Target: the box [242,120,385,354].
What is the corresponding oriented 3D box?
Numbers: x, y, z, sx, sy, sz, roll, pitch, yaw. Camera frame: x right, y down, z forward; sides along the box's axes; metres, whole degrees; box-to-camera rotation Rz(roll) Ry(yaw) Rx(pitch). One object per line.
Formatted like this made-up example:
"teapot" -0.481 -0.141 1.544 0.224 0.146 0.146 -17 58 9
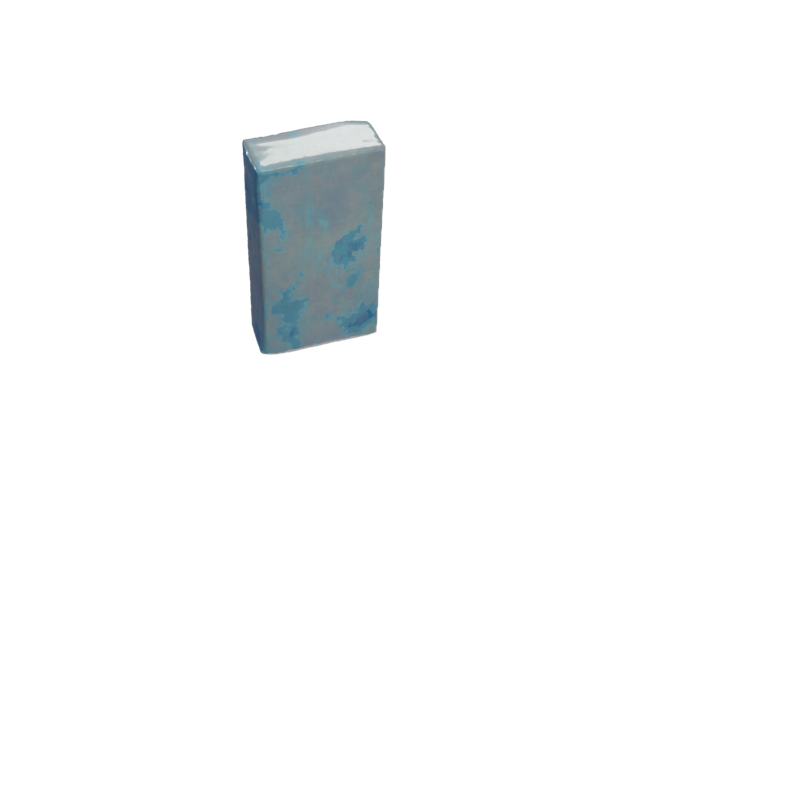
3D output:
"box" -0.062 -0.114 0.798 0.092 0.164 0.052 -11 44 -16
